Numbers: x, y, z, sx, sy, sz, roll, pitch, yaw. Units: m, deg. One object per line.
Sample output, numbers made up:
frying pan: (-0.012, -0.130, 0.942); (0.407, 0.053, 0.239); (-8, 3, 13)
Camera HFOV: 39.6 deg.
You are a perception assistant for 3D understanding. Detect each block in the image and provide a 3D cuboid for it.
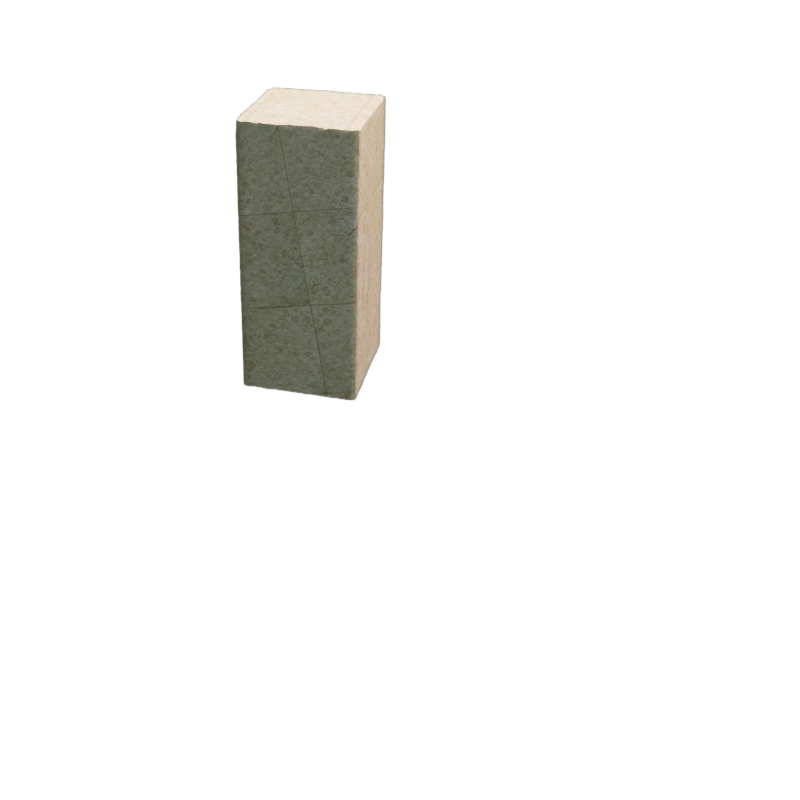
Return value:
block: (-0.064, -0.117, 0.816); (0.092, 0.195, 0.094); (7, 27, 10)
